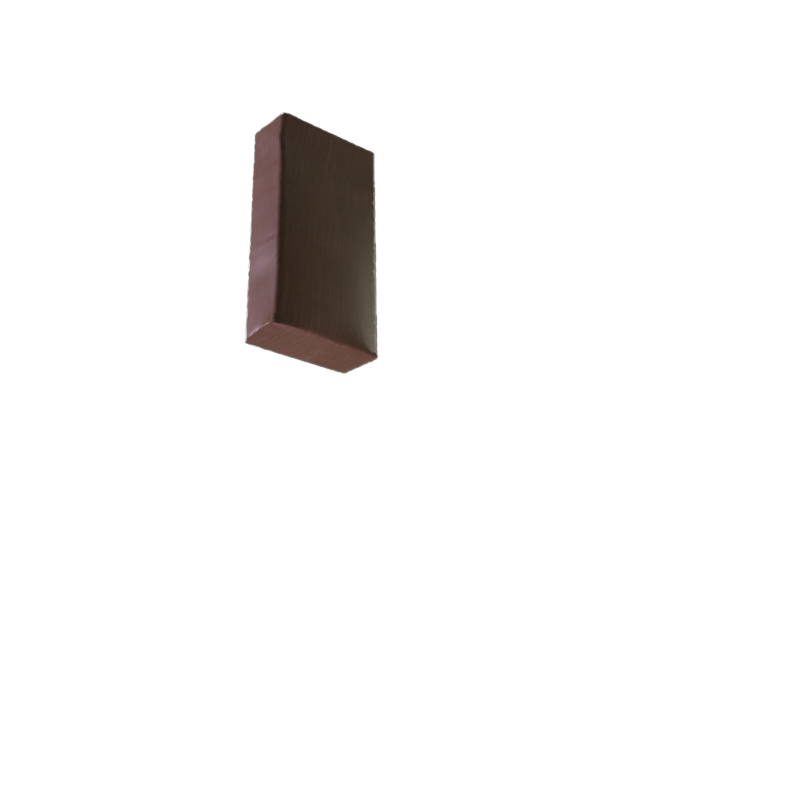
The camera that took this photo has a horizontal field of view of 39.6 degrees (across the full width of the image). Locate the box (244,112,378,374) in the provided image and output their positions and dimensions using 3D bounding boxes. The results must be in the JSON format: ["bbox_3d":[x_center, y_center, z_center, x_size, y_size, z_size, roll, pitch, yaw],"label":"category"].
[{"bbox_3d":[-0.064,-0.117,0.819,0.088,0.187,0.048,19,-35,-34],"label":"box"}]
